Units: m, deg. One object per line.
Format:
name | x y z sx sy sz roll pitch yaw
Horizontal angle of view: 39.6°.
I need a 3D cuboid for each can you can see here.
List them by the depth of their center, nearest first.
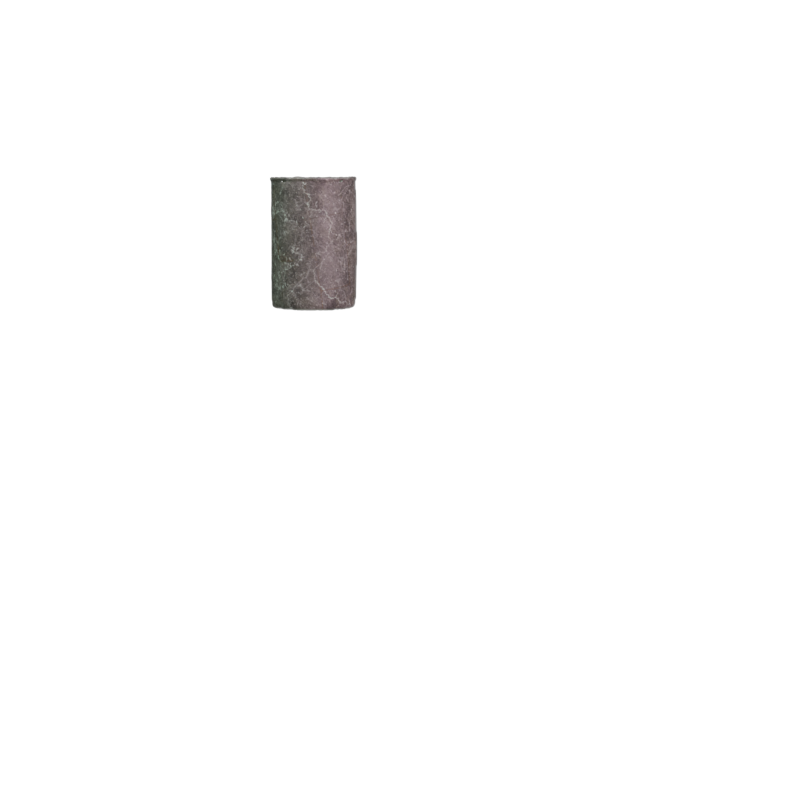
can | -0.068 -0.124 0.872 0.068 0.101 0.069 0 6 -2
